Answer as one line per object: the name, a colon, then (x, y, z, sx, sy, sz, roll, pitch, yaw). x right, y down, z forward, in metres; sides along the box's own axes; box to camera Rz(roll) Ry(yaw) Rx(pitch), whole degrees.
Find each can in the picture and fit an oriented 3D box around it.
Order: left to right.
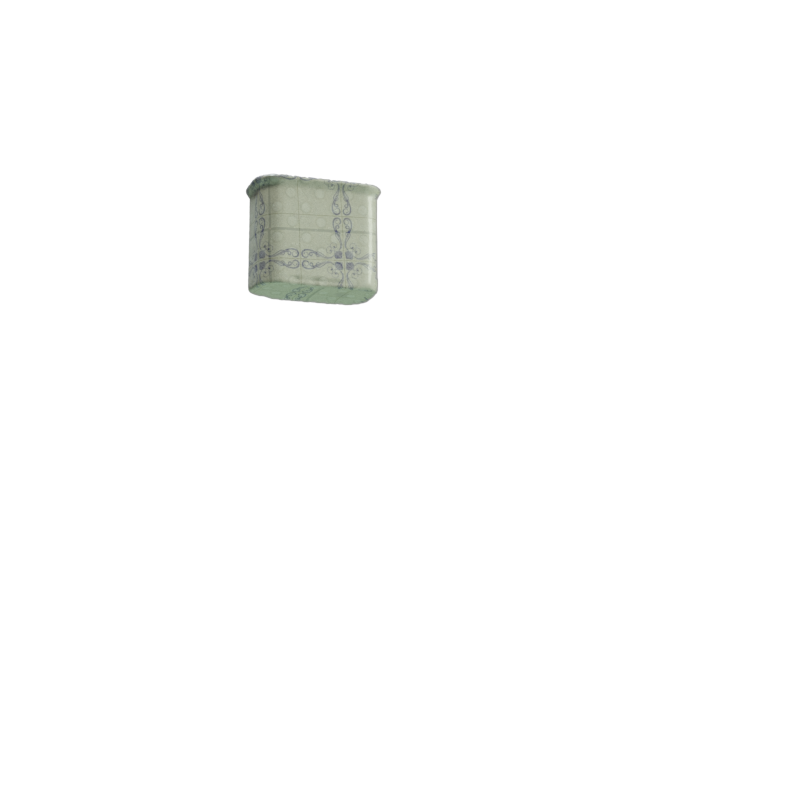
can: (-0.066, -0.121, 0.847, 0.099, 0.087, 0.057, 4, -15, -19)
